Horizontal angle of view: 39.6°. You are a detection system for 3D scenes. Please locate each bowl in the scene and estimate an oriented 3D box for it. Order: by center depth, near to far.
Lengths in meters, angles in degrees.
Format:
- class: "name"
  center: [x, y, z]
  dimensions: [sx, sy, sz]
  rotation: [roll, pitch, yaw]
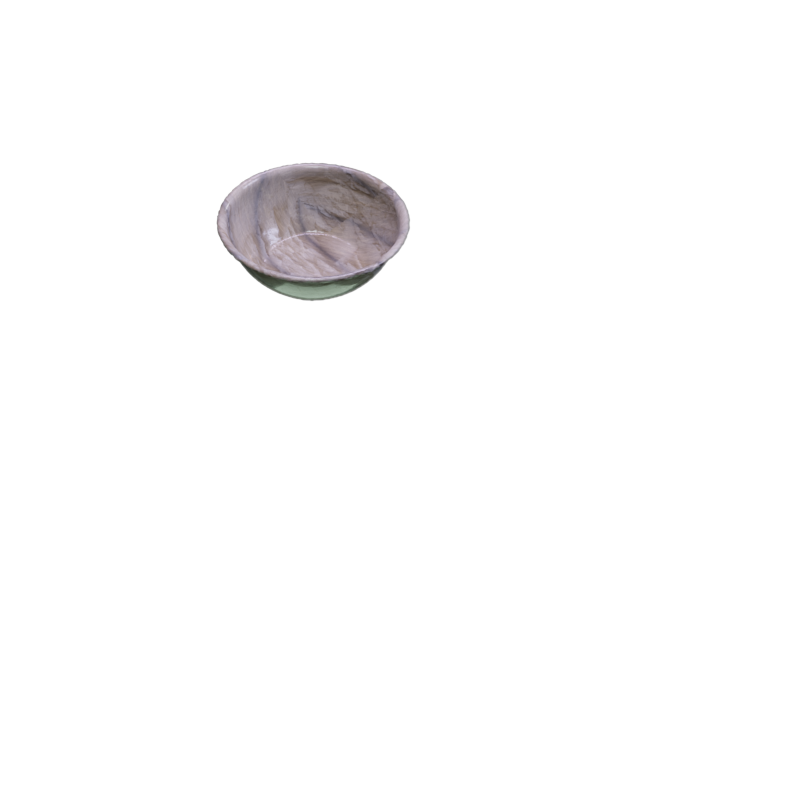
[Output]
- class: "bowl"
  center: [-0.074, -0.135, 0.944]
  dimensions: [0.162, 0.051, 0.174]
  rotation: [-1, 44, -1]
